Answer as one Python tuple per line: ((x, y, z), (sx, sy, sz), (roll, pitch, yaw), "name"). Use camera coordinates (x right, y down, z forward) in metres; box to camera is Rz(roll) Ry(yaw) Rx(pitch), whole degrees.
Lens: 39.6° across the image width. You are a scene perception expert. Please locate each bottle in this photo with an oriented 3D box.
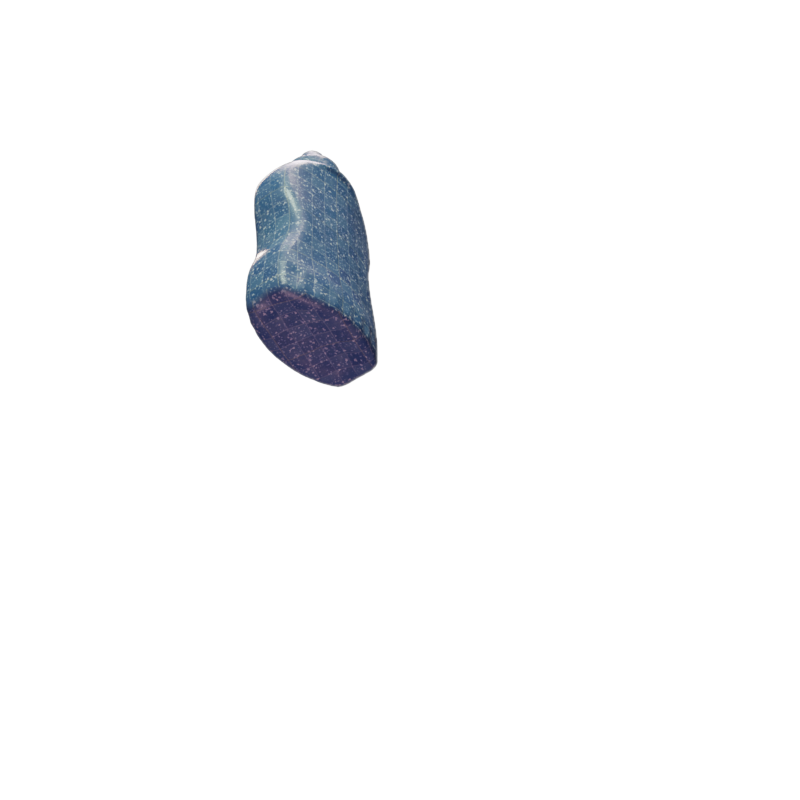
((-0.059, -0.106, 0.747), (0.058, 0.206, 0.090), (-33, -52, 25), "bottle")
